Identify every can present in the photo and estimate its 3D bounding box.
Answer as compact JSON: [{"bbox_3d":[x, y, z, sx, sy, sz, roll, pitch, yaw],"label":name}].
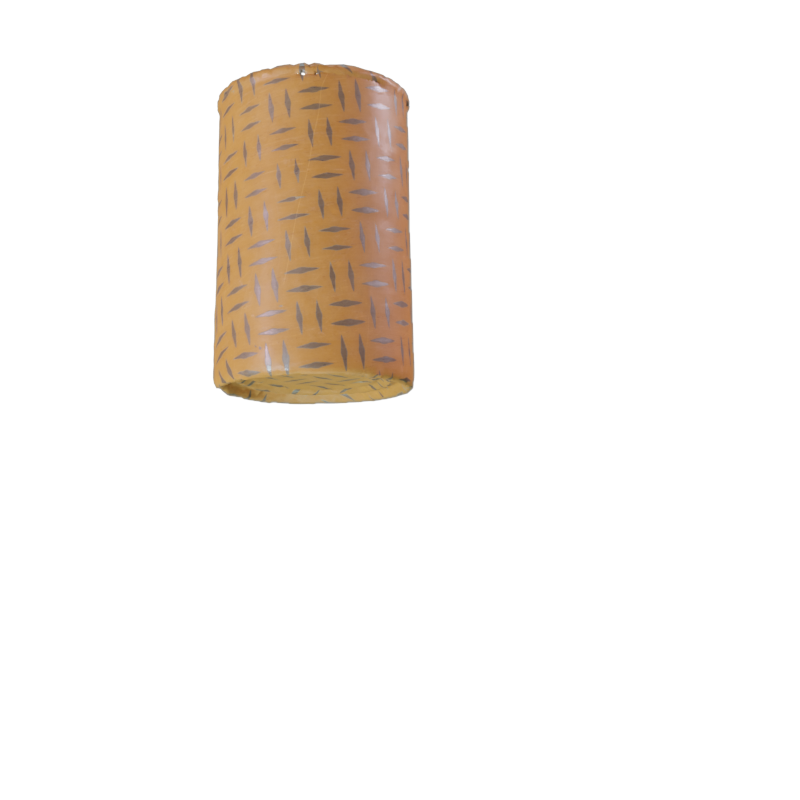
[{"bbox_3d":[-0.030,-0.054,0.378,0.068,0.106,0.066,0,-14,-2],"label":"can"}]
